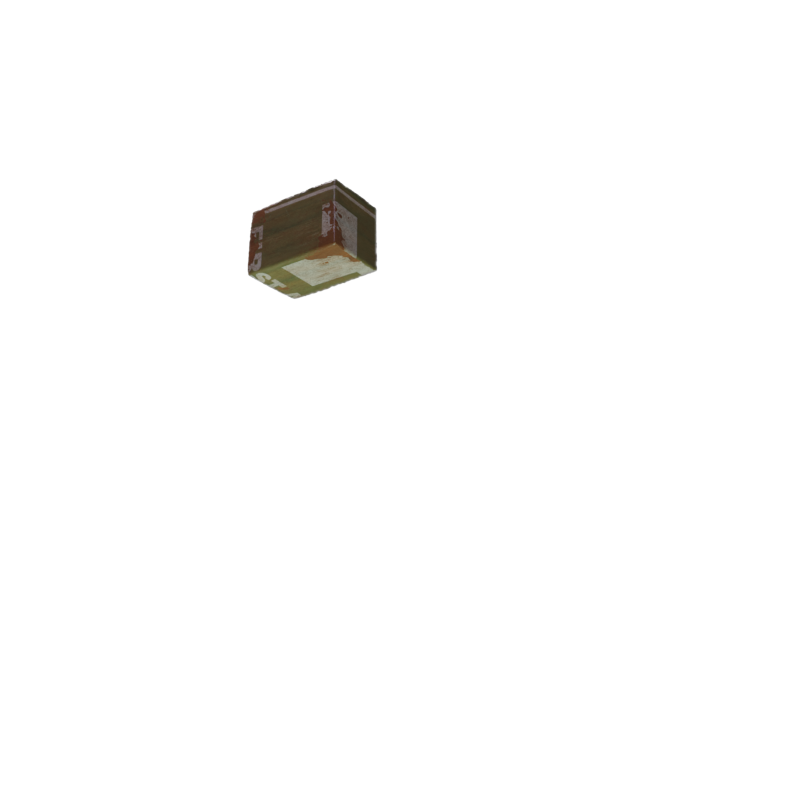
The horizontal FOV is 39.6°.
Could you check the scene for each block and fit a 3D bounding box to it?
[{"bbox_3d":[-0.061,-0.112,0.785,0.079,0.054,0.049,-16,-29,31],"label":"block"}]
